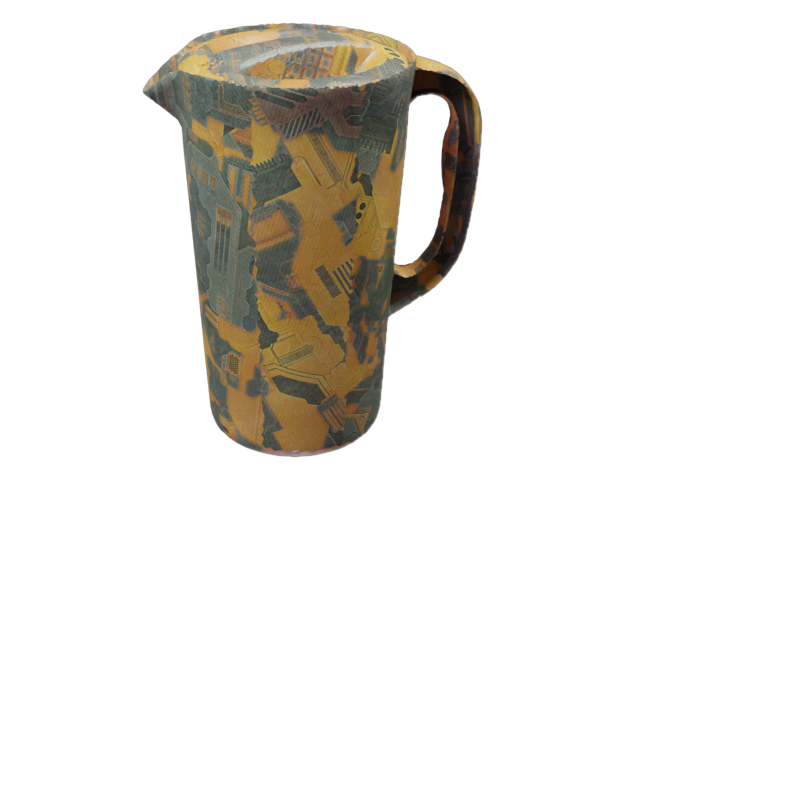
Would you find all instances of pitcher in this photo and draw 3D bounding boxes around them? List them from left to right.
[{"bbox_3d":[-0.051,-0.093,0.655,0.158,0.230,0.145,21,34,32],"label":"pitcher"}]
